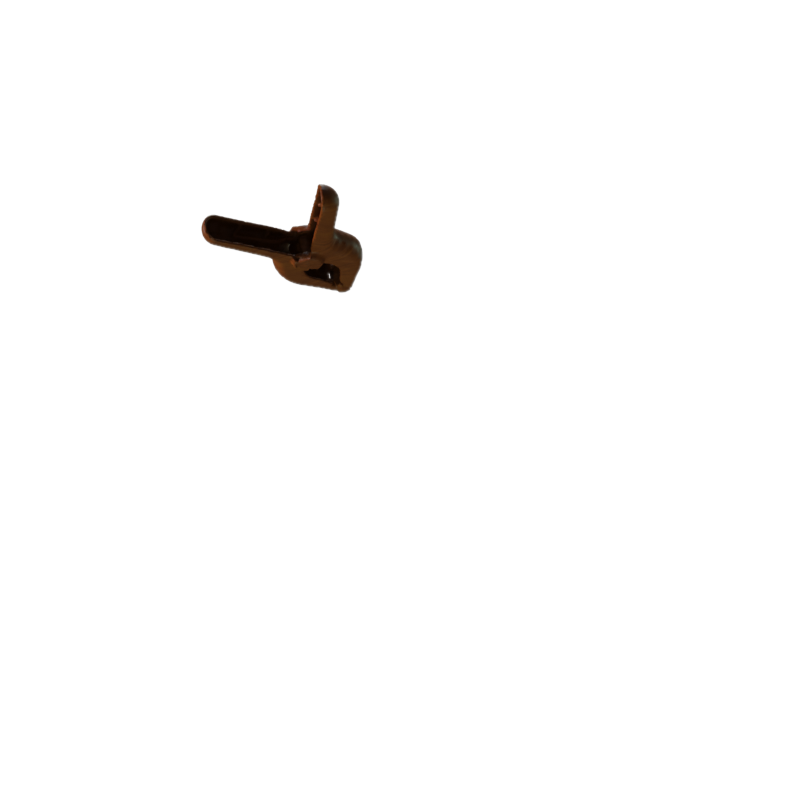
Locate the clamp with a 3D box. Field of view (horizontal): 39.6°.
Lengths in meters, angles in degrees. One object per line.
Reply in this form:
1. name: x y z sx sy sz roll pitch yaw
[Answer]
1. clamp: -0.074 -0.135 0.949 0.123 0.041 0.161 -8 -16 31
